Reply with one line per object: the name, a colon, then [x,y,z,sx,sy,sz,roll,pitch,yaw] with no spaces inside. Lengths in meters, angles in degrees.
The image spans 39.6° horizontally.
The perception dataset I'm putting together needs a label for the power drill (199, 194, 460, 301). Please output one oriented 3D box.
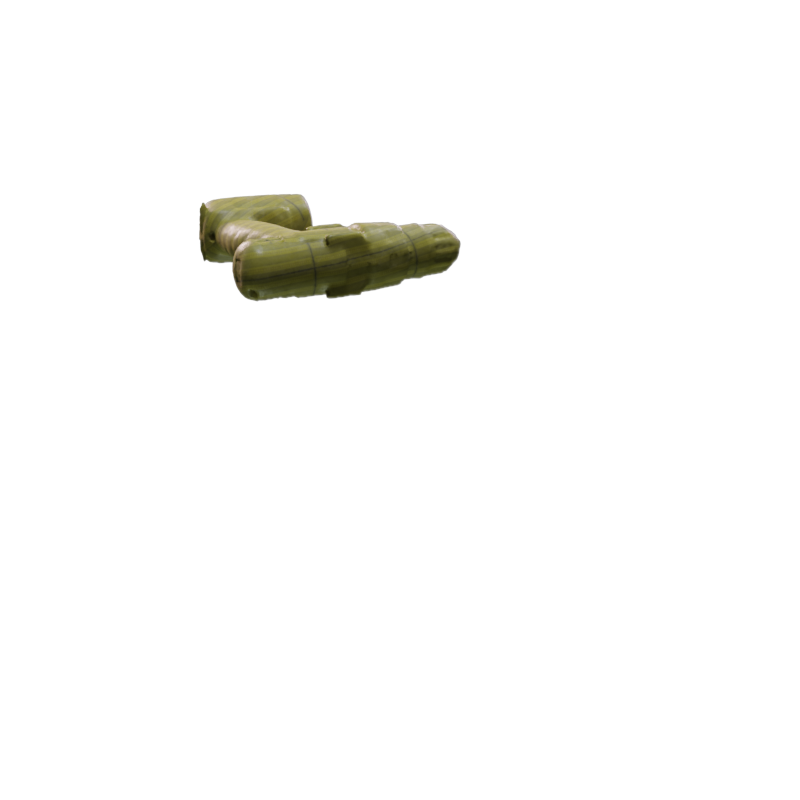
power drill: [-0.070,-0.128,0.895,0.180,0.056,0.198,-8,19,-26]
